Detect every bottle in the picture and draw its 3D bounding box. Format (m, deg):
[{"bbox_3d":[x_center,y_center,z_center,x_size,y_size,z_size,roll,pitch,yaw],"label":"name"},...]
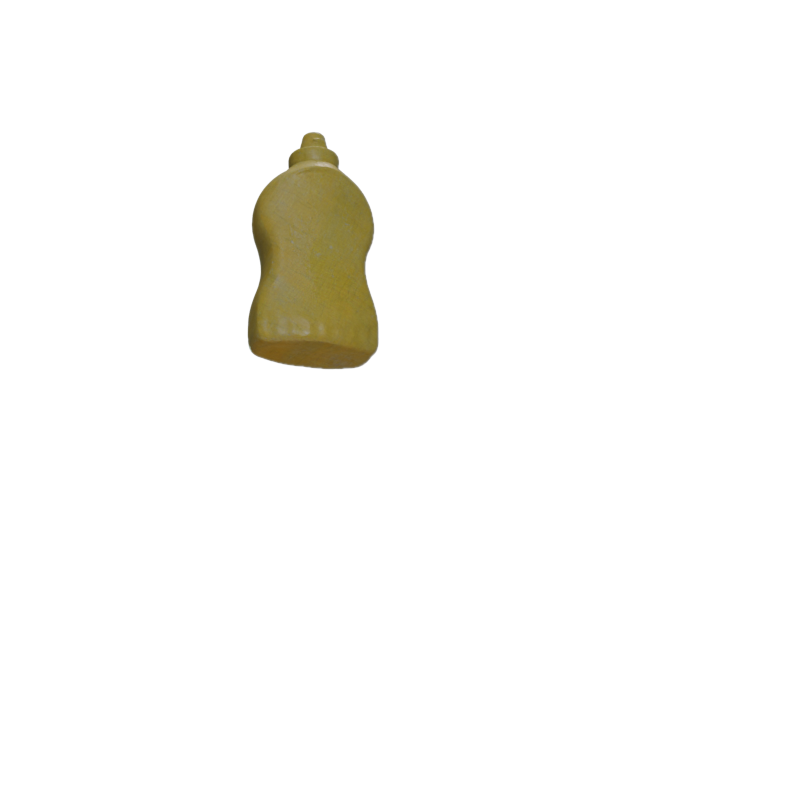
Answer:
[{"bbox_3d":[-0.067,-0.123,0.863,0.094,0.203,0.056,6,-27,-16],"label":"bottle"}]
